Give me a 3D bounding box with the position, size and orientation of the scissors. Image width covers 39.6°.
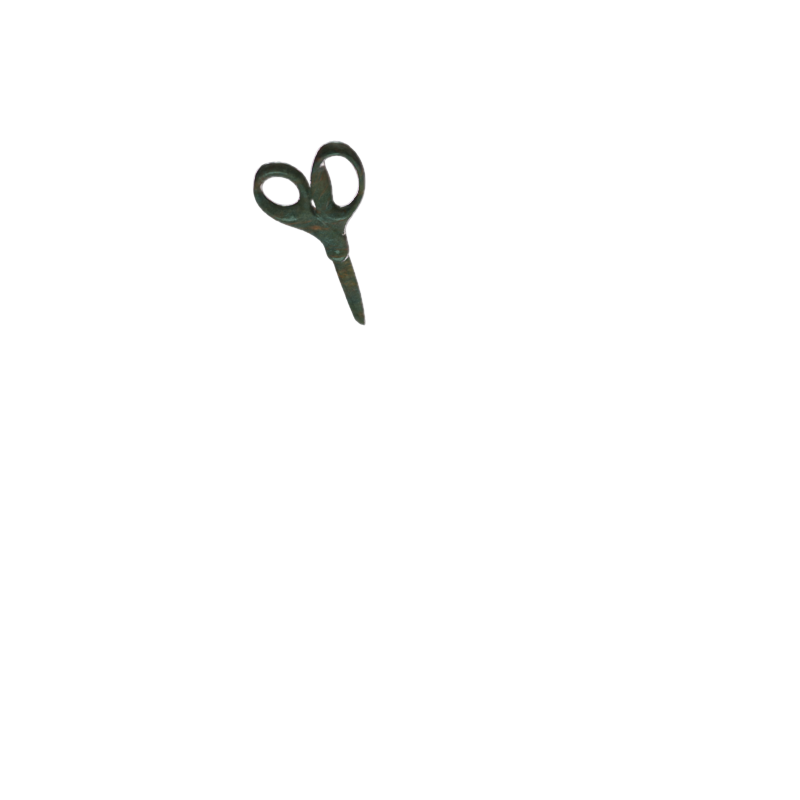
[{"bbox_3d":[-0.070,-0.128,0.898,0.096,0.017,0.188,3,-42,-3],"label":"scissors"}]
